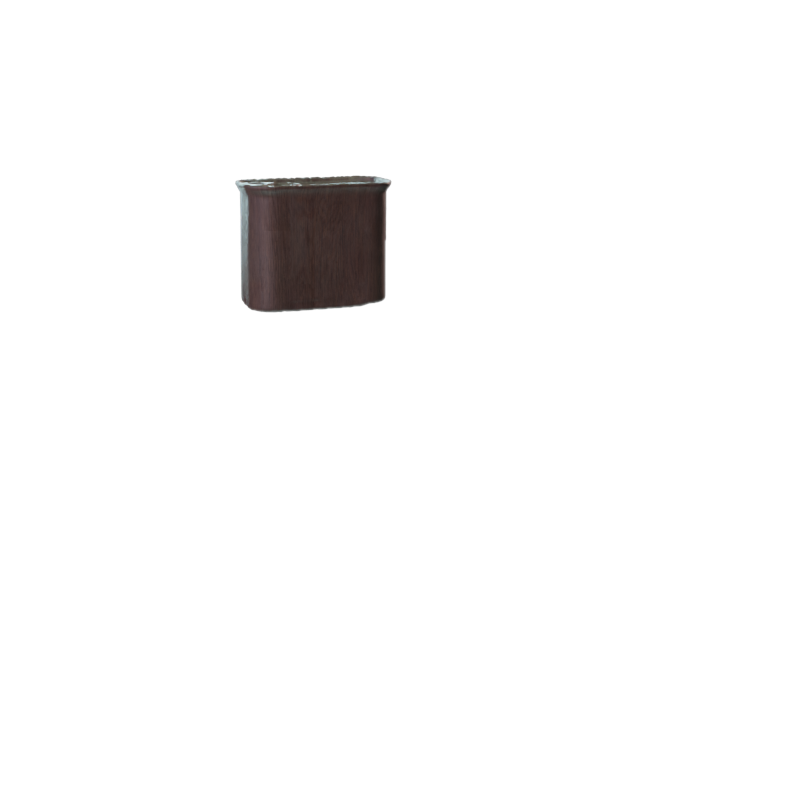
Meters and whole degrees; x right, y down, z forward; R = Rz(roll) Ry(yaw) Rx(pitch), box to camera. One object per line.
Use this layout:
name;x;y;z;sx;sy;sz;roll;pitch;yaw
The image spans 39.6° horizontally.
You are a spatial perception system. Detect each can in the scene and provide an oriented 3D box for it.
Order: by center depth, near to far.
can;-0.059;-0.107;0.749;0.100;0.082;0.060;-4;12;-19
